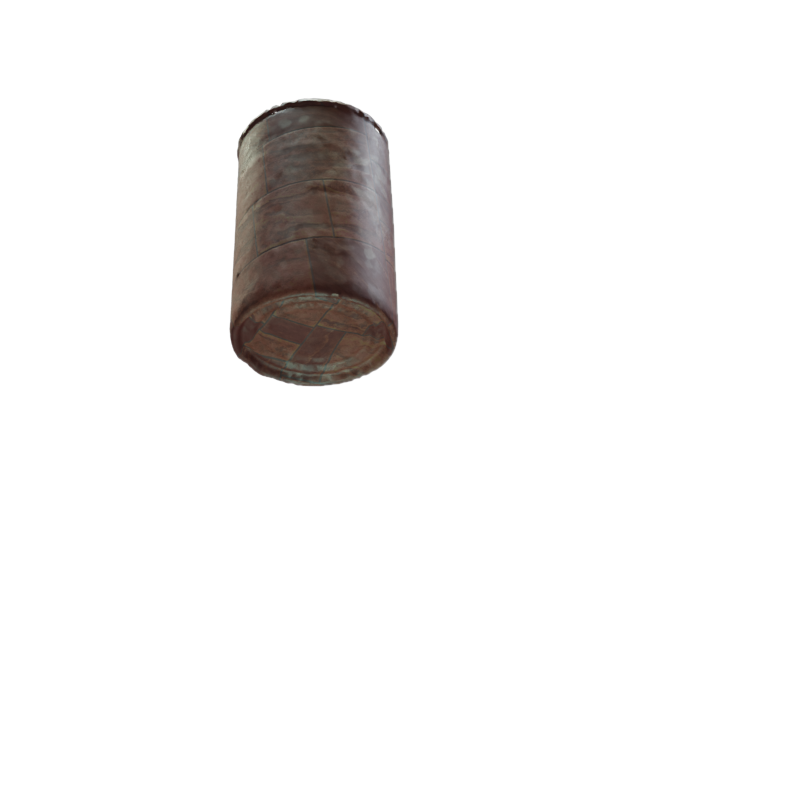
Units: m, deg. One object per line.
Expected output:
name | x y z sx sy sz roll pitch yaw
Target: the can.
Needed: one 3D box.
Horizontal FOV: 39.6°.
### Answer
can | -0.036 -0.066 0.463 0.068 0.109 0.064 -1 -35 -2
